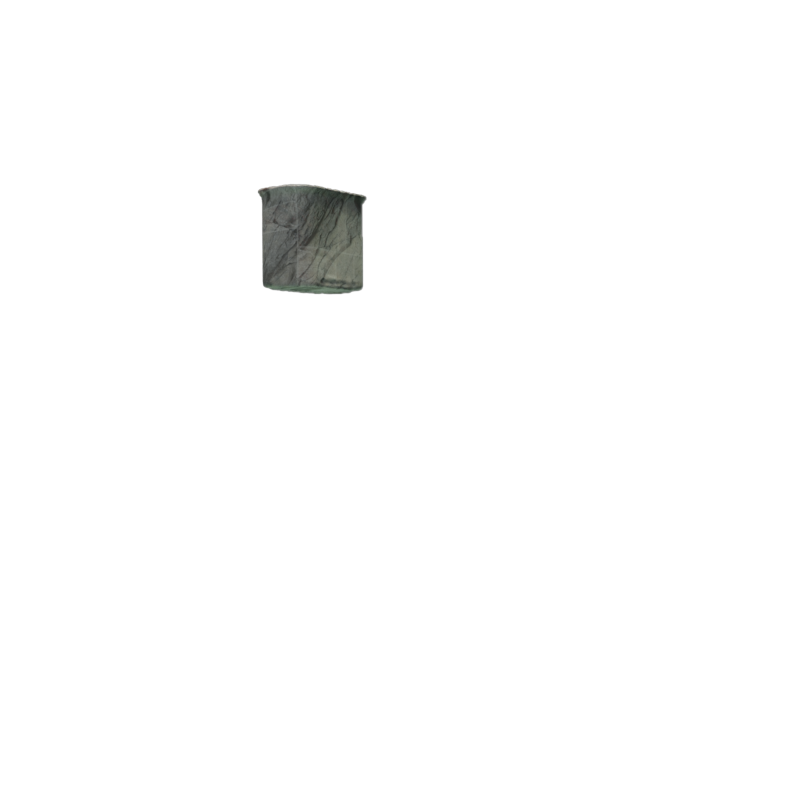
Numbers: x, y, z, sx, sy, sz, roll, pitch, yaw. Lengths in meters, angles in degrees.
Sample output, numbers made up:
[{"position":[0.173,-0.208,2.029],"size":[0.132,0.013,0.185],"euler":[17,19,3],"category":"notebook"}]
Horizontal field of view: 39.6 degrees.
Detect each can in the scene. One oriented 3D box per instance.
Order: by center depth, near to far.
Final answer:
[{"position":[-0.074,-0.134,0.941],"size":[0.059,0.085,0.098],"euler":[-3,-3,36],"category":"can"}]
